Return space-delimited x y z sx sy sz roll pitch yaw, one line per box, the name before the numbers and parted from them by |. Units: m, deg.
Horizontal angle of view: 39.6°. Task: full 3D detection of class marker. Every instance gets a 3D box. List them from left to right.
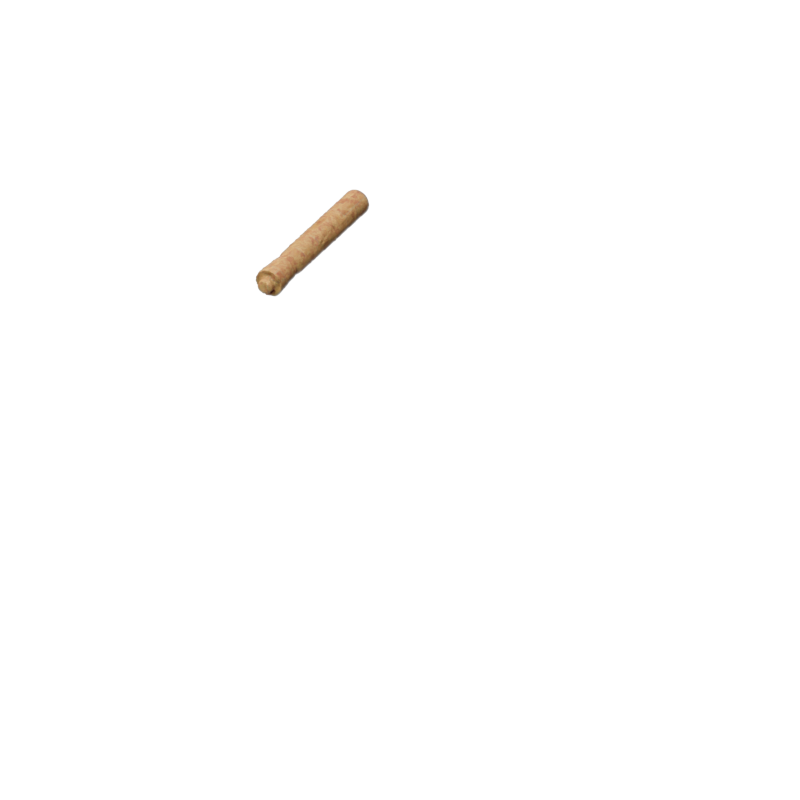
marker | -0.056 -0.103 0.720 0.020 0.019 0.124 2 34 31
